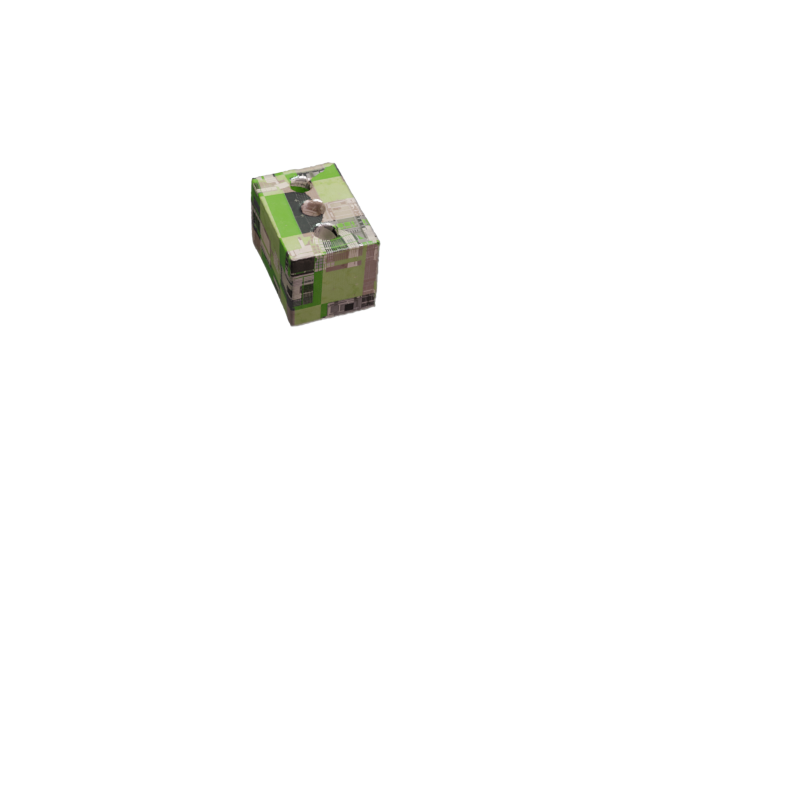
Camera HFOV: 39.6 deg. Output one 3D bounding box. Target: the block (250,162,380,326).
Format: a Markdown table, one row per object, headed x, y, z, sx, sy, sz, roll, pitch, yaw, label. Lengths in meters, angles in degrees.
| x | y | z | sx | sy | sz | roll | pitch | yaw | label |
| --- | --- | --- | --- | --- | --- | --- | --- | --- | --- |
| -0.049 | -0.090 | 0.628 | 0.052 | 0.048 | 0.084 | -14 | 47 | -16 | block |
